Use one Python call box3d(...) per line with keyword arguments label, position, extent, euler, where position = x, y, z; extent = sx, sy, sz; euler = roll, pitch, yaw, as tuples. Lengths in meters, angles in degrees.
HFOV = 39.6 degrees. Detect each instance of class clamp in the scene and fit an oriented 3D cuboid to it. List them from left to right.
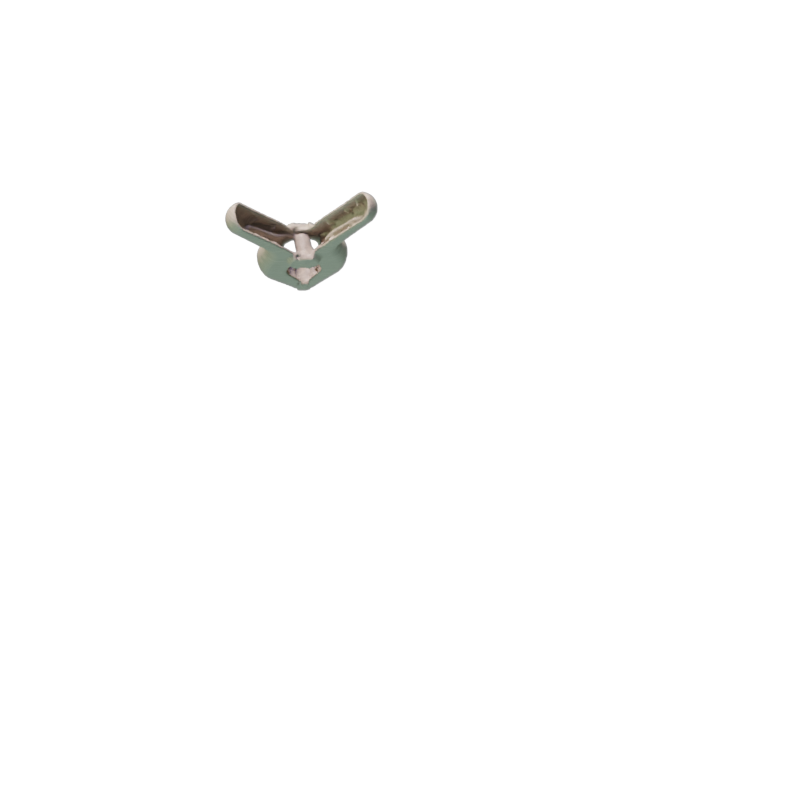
box3d(label="clamp", position=(-0.074, -0.135, 0.943), extent=(0.121, 0.041, 0.164), euler=(-1, -11, 5))
